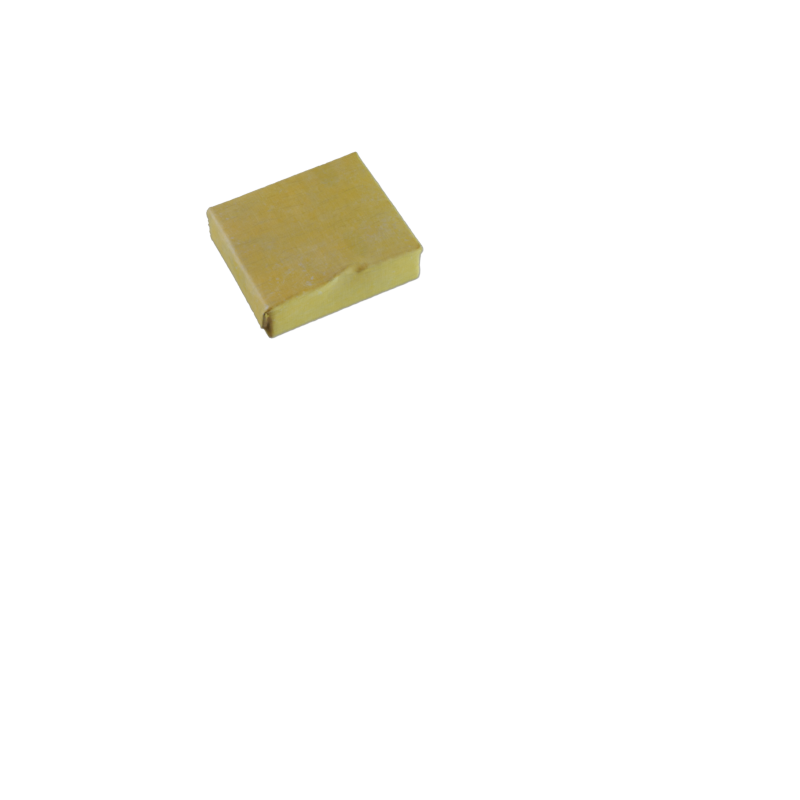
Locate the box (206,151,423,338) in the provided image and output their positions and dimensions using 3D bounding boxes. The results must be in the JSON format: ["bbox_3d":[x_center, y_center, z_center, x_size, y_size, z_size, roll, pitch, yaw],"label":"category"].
[{"bbox_3d":[-0.044,-0.081,0.566,0.089,0.079,0.028,-23,-32,-16],"label":"box"}]
